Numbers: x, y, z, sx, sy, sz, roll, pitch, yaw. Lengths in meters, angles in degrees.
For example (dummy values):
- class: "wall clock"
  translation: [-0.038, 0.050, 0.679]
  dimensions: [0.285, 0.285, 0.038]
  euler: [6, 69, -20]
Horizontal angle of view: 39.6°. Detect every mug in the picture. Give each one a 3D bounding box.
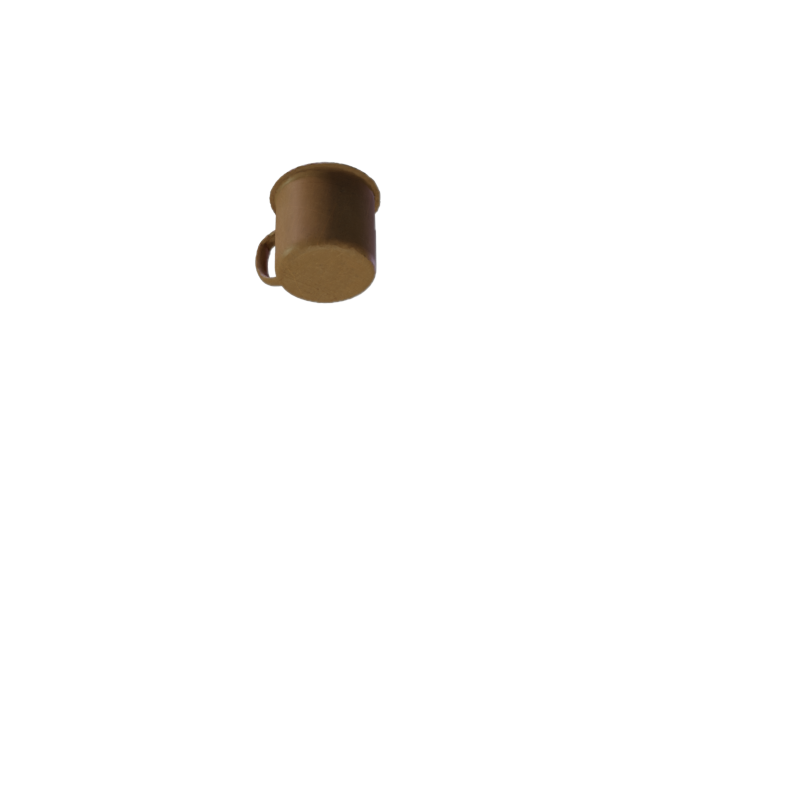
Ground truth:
- class: "mug"
  translation: [-0.071, -0.129, 0.906]
  dimensions: [0.118, 0.087, 0.086]
  euler: [-20, -38, 26]
